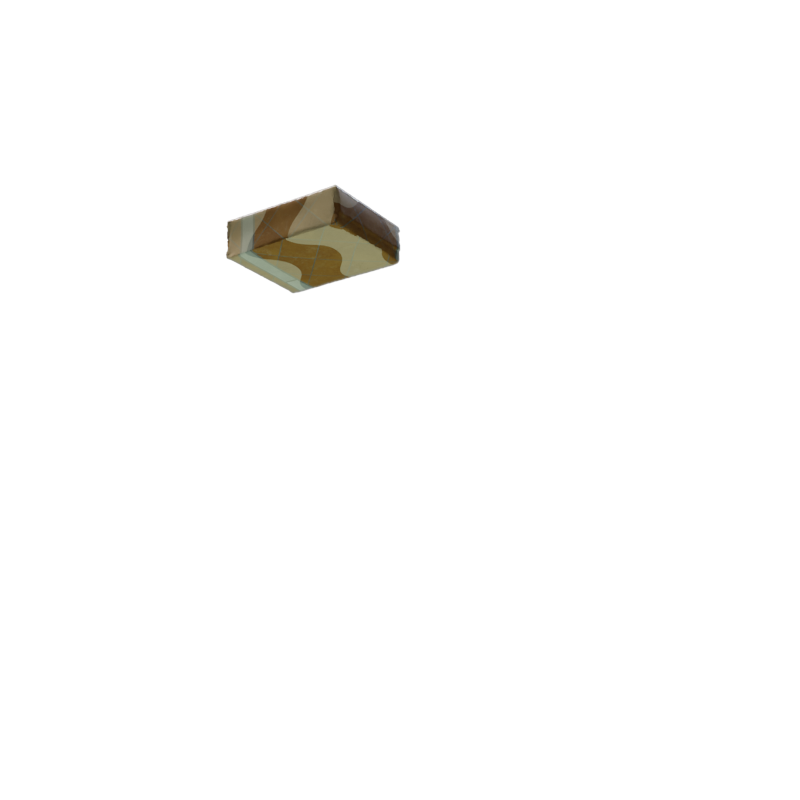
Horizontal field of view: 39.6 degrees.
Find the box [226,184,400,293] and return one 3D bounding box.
[{"bbox_3d":[-0.070,-0.128,0.895,0.115,0.041,0.084,-14,-26,32],"label":"box"}]
